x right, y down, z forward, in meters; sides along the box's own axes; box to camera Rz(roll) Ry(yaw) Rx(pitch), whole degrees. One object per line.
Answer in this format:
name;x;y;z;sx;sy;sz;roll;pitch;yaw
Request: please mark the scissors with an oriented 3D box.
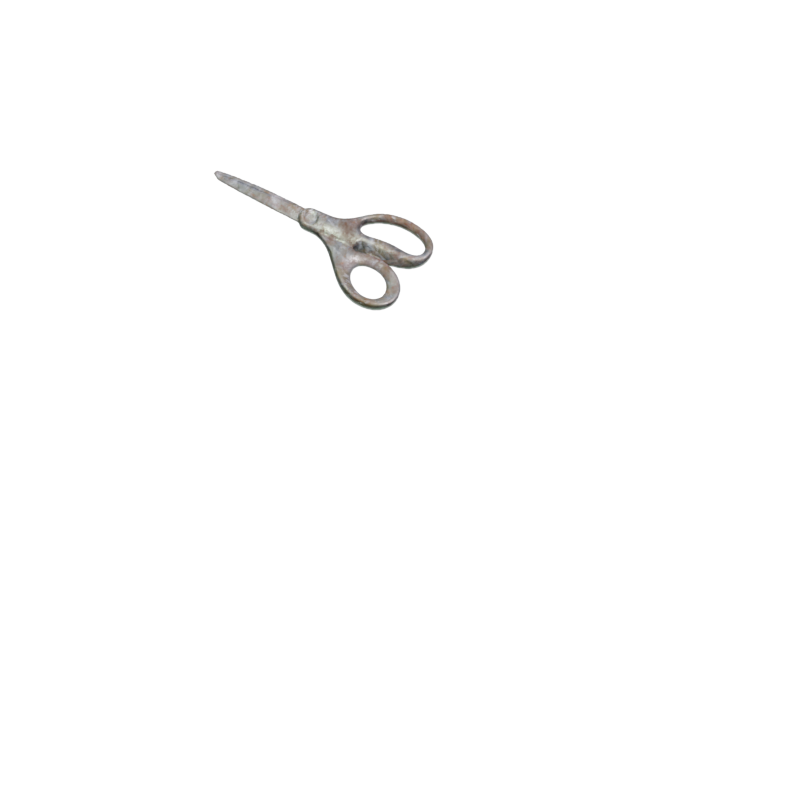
scissors;-0.074;-0.135;0.948;0.204;0.101;0.015;12;-24;6
